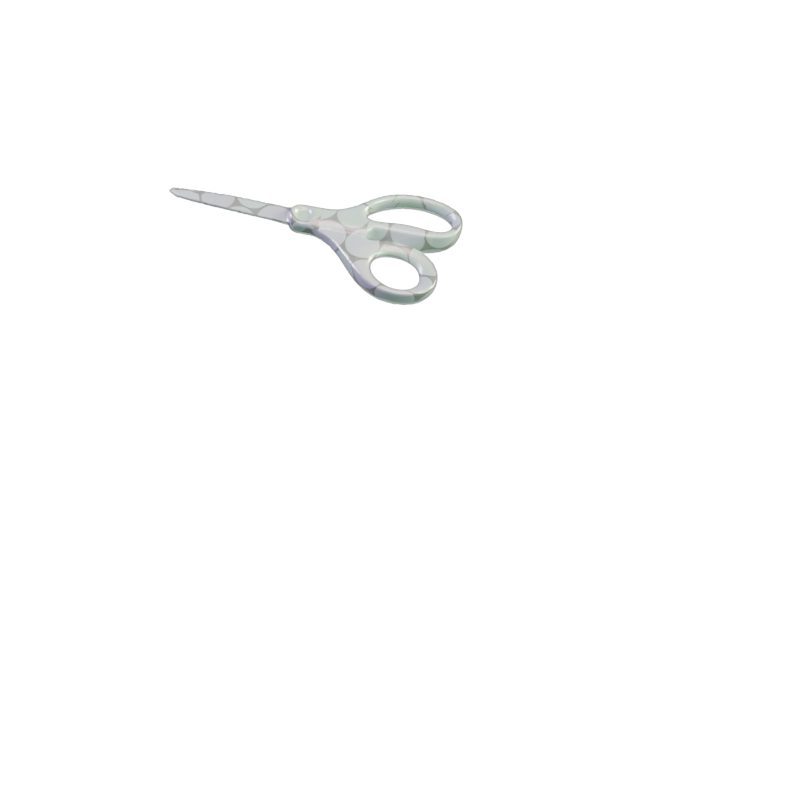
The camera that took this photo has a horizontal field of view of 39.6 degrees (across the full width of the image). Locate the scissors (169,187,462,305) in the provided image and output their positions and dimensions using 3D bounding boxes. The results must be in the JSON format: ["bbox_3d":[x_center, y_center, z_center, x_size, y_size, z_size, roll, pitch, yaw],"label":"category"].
[{"bbox_3d":[-0.058,-0.106,0.745,0.202,0.103,0.015,0,-36,0],"label":"scissors"}]
